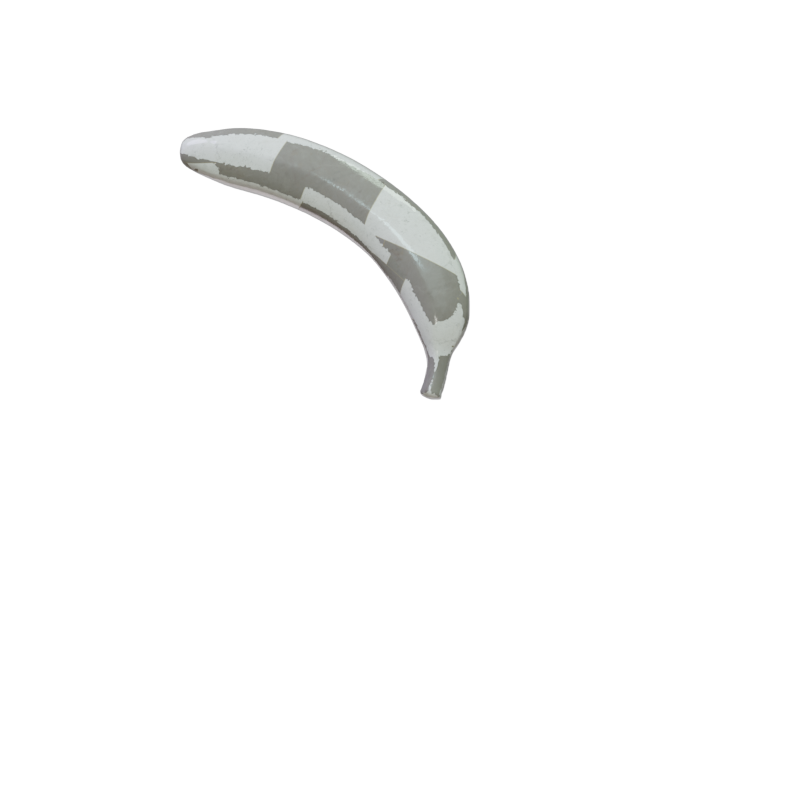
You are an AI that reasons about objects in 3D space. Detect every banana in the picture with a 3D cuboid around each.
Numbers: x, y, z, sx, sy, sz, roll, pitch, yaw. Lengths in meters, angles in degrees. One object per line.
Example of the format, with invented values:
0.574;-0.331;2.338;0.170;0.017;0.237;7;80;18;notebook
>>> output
-0.030;-0.092;0.583;0.070;0.207;0.035;-41;-18;-17;banana
